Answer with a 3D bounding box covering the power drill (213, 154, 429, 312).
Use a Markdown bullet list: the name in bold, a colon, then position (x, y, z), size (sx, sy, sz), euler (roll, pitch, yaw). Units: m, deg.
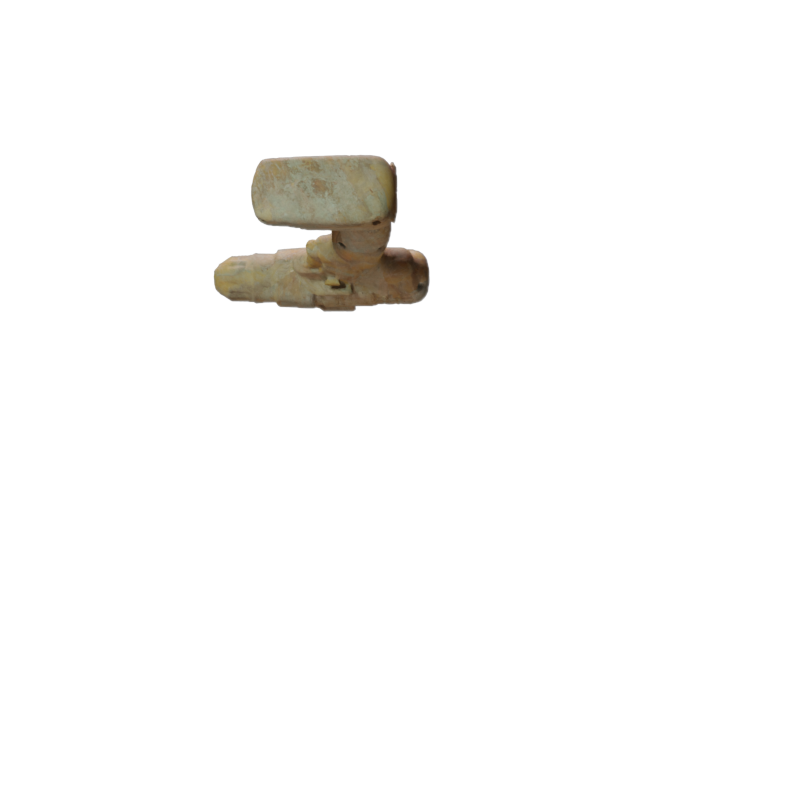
- **power drill**: position (-0.069, -0.126, 0.885), size (0.185, 0.060, 0.178), euler (-1, -18, 3)
